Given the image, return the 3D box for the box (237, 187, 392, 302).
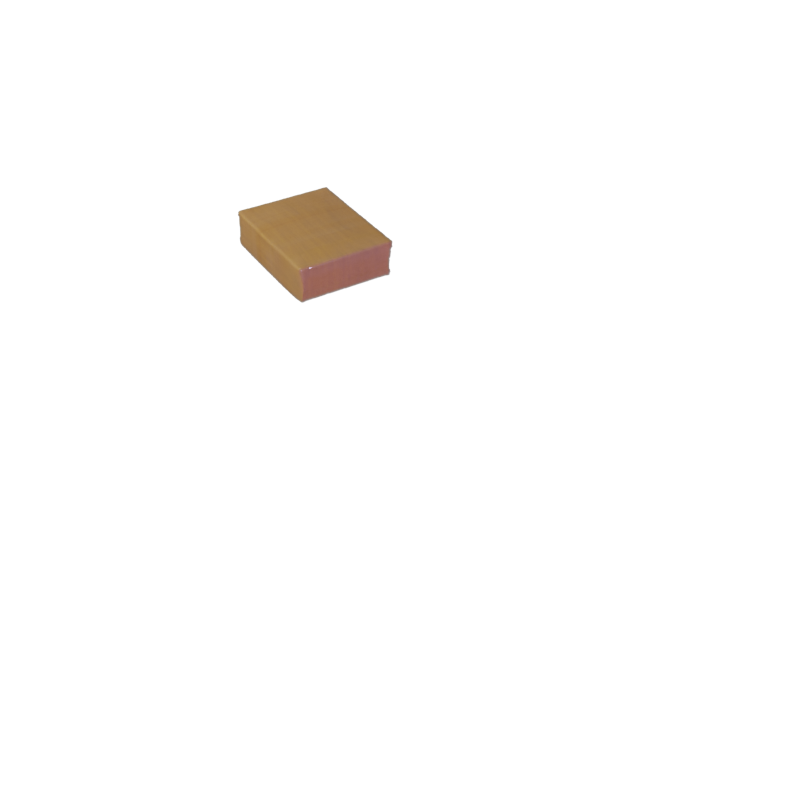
[{"bbox_3d":[-0.074,-0.135,0.945,0.089,0.036,0.123,-21,43,-24],"label":"box"}]
